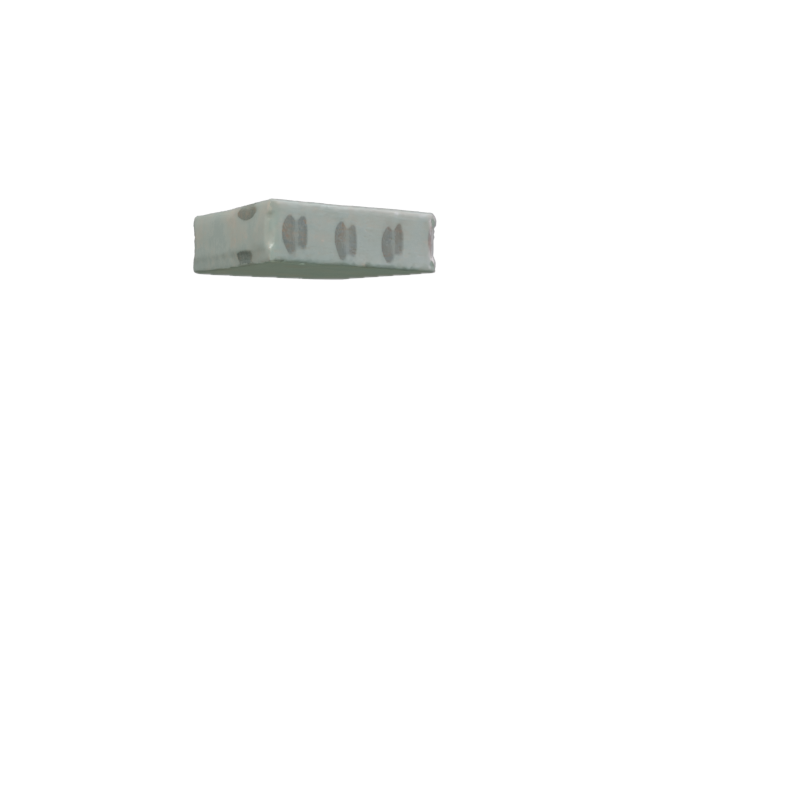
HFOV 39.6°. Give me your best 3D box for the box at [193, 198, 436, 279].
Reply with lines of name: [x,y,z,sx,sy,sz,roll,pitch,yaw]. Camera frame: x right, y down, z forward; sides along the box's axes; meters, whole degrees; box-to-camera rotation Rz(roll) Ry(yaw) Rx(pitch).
box: [-0.040,-0.072,0.508,0.086,0.030,0.075,-1,2,-34]
